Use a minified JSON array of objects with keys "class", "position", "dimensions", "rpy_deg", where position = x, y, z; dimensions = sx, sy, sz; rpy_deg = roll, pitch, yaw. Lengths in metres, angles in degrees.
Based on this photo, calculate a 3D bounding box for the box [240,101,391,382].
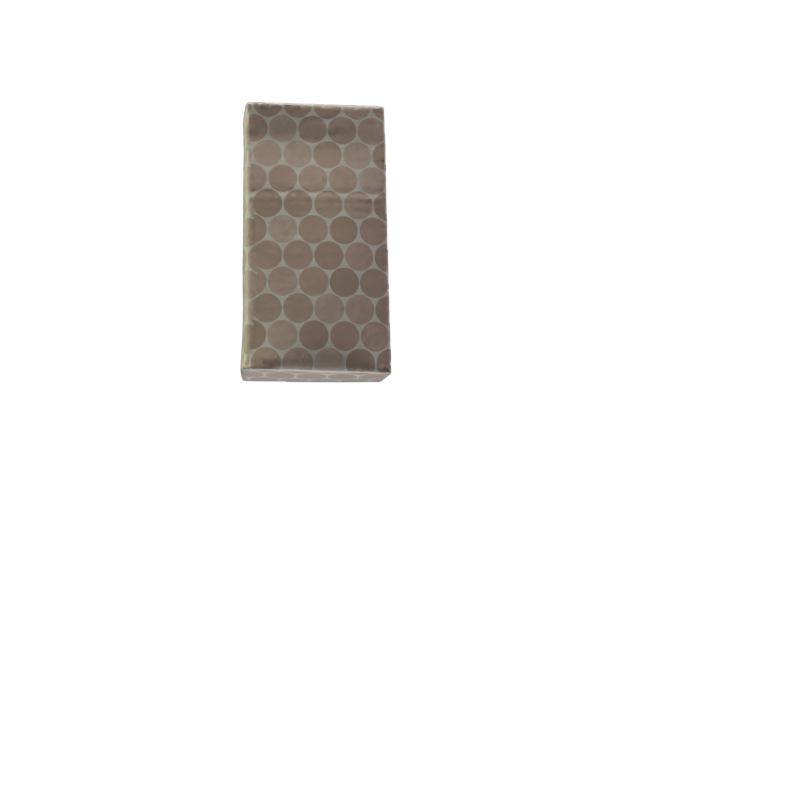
[{"class":"box","position":[-0.056,-0.102,0.712],"dimensions":[0.092,0.183,0.047],"rpy_deg":[1,-16,-7]}]
